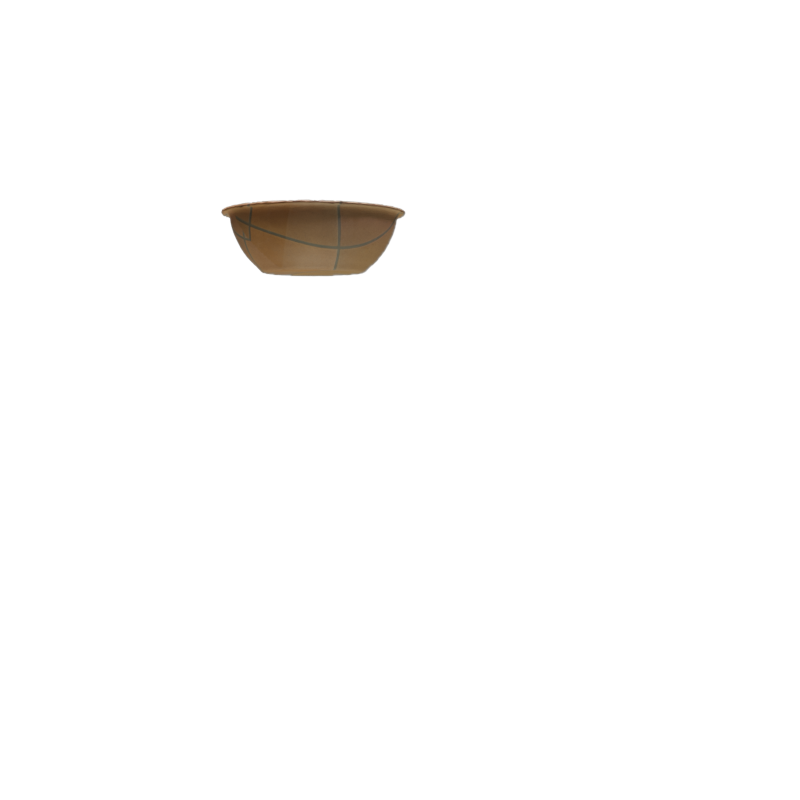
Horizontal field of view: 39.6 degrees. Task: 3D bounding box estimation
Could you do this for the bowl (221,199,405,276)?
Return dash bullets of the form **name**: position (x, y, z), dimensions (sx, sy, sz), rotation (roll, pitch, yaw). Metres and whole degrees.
- **bowl**: position (-0.076, -0.138, 0.969), dimensions (0.162, 0.055, 0.162), rotation (0, 2, -2)
